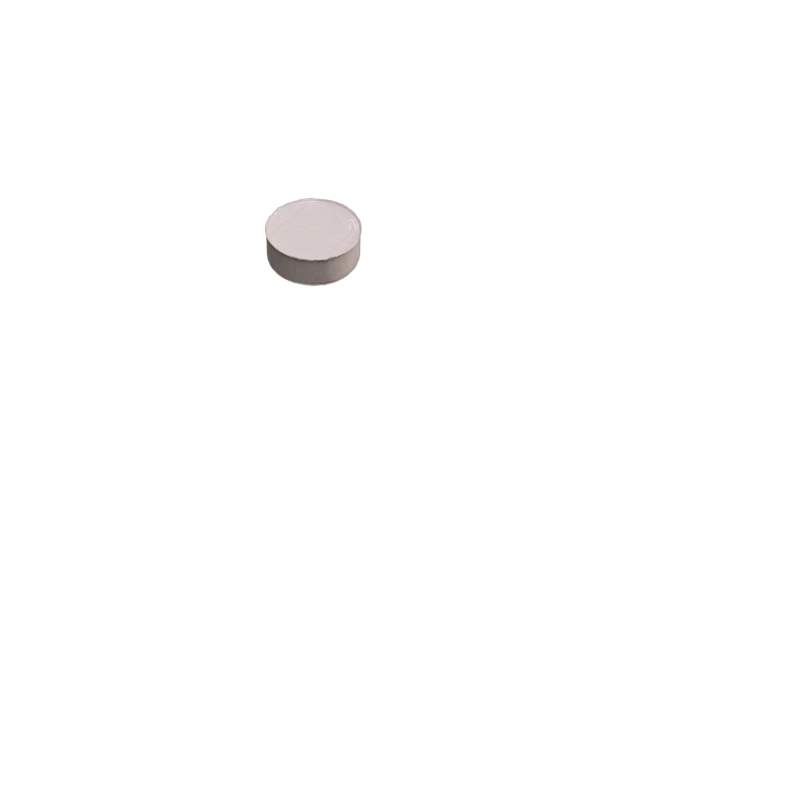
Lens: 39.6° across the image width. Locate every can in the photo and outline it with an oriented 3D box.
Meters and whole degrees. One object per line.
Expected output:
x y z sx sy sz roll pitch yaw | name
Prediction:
-0.078 -0.141 0.990 0.086 0.031 0.092 -1 45 -1 | can
